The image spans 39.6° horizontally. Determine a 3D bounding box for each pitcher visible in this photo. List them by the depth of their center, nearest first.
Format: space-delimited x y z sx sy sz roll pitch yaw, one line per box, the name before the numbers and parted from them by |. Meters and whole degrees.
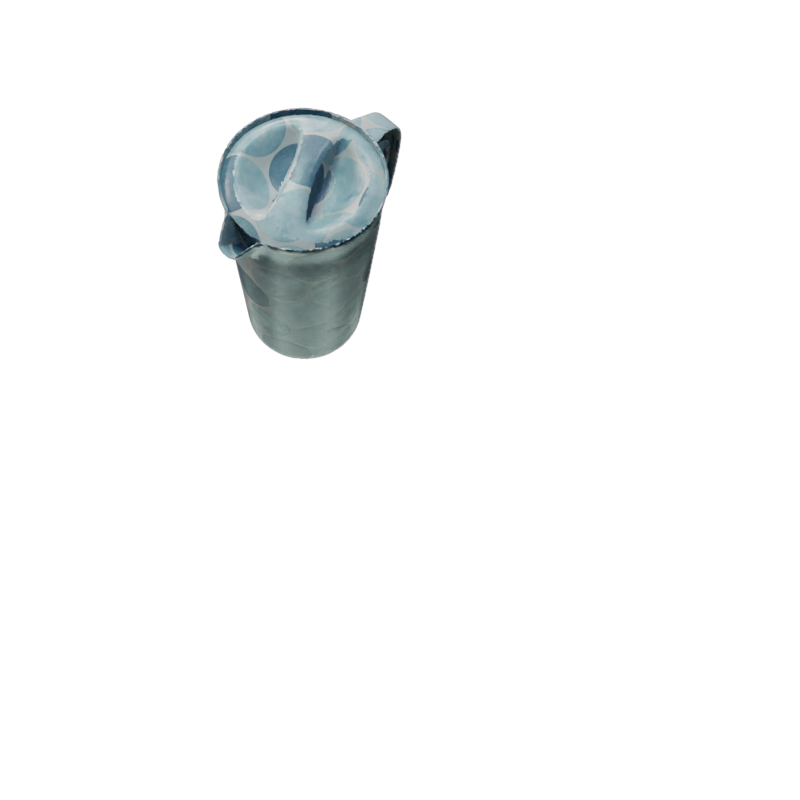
pitcher | -0.075 -0.137 0.959 0.149 0.154 0.230 -1 -24 -3
